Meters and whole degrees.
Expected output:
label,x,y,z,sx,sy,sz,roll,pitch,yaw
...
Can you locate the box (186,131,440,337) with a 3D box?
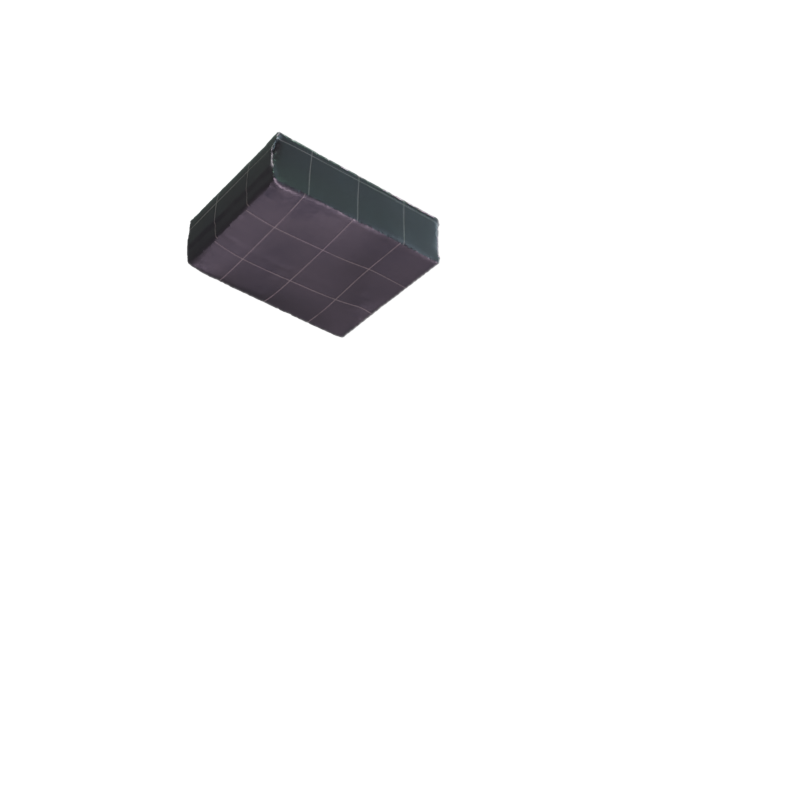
label,x,y,z,sx,sy,sz,roll,pitch,yaw
box,-0.048,-0.088,0.614,0.107,0.042,0.088,24,-43,-30
